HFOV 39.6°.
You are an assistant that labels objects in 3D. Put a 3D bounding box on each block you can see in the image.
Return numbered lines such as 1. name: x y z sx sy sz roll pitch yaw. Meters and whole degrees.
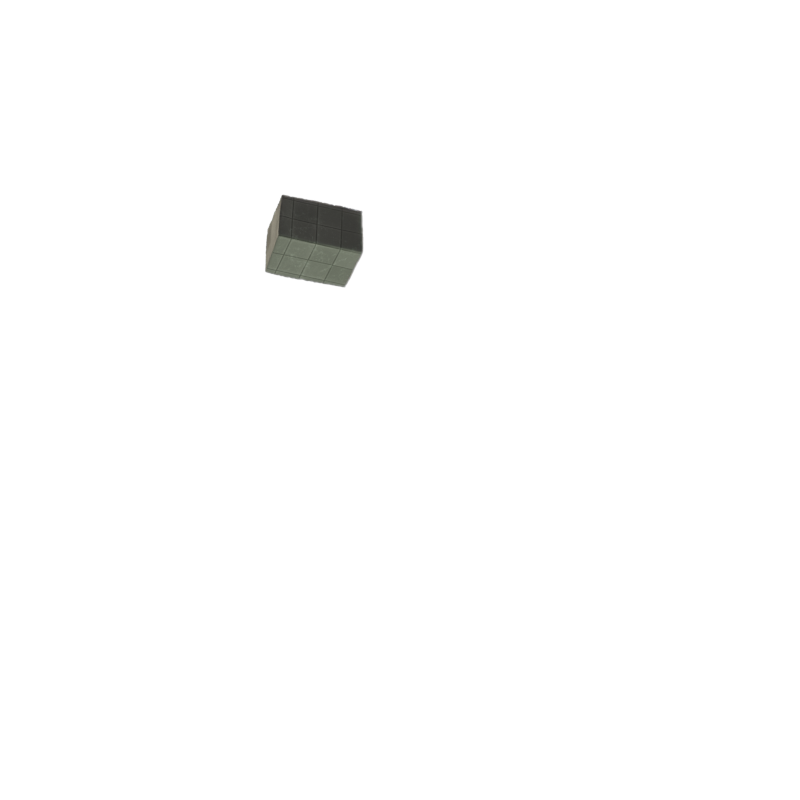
1. block: -0.077 -0.141 0.987 0.076 0.055 0.050 10 -39 -15
